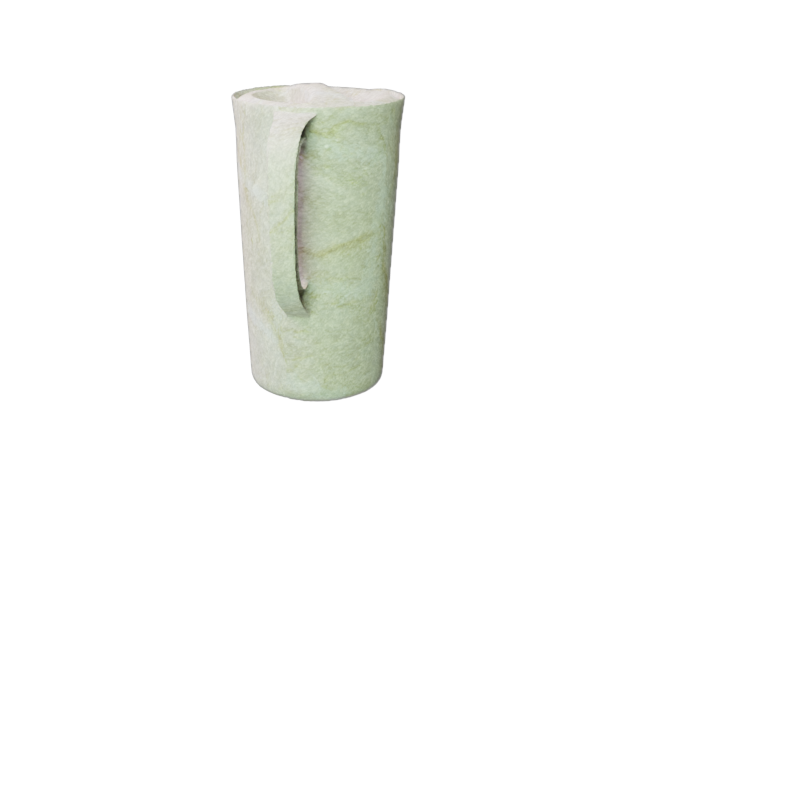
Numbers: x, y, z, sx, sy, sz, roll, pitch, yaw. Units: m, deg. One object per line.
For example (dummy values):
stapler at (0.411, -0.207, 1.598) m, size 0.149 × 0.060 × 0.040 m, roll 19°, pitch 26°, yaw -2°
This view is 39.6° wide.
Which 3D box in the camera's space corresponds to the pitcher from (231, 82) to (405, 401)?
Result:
pitcher at (-0.068, -0.124, 0.871) m, size 0.146 × 0.234 × 0.154 m, roll -10°, pitch 20°, yaw -33°
